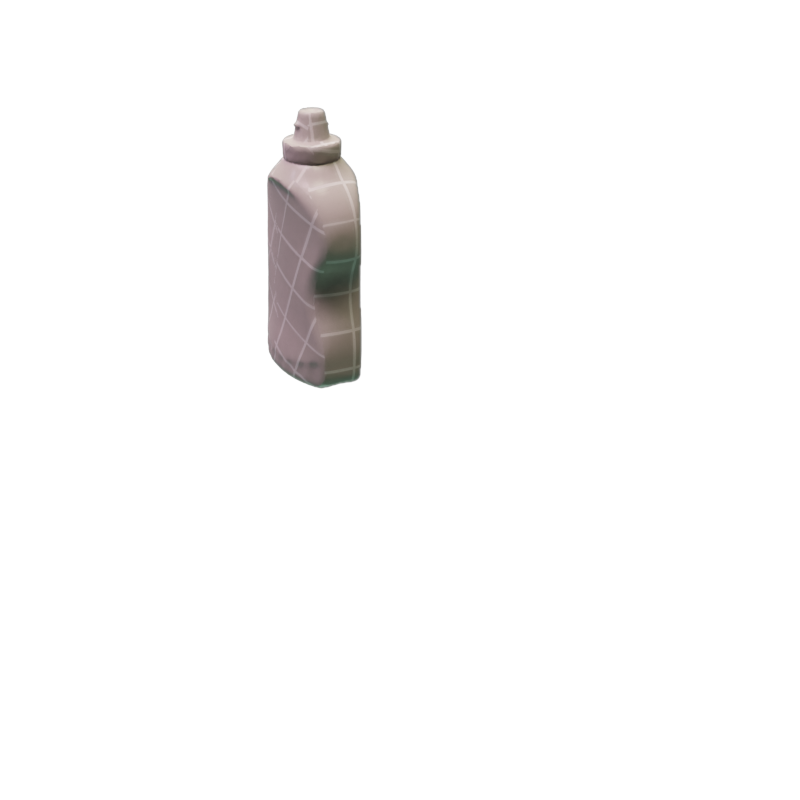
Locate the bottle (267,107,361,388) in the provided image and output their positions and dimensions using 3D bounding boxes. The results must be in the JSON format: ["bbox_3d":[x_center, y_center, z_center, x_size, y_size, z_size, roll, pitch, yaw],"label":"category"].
[{"bbox_3d":[-0.062,-0.112,0.788,0.057,0.183,0.103,-9,24,-25],"label":"bottle"}]
